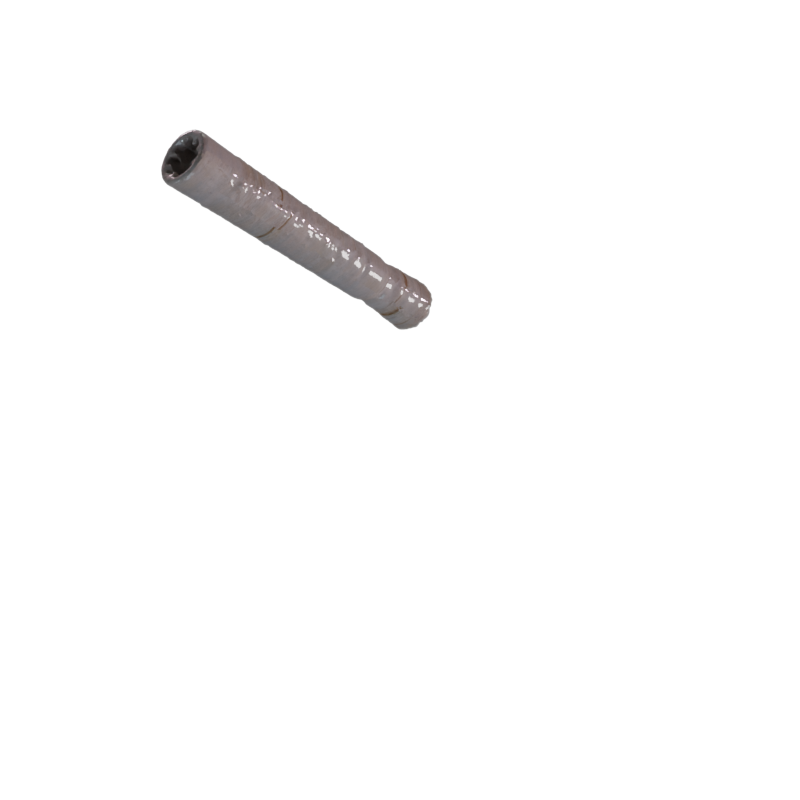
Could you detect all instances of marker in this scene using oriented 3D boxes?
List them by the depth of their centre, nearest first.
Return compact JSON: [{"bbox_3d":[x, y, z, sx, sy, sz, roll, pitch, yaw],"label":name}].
[{"bbox_3d":[-0.029,-0.052,0.368,0.021,0.020,0.113,4,-19,45],"label":"marker"}]
